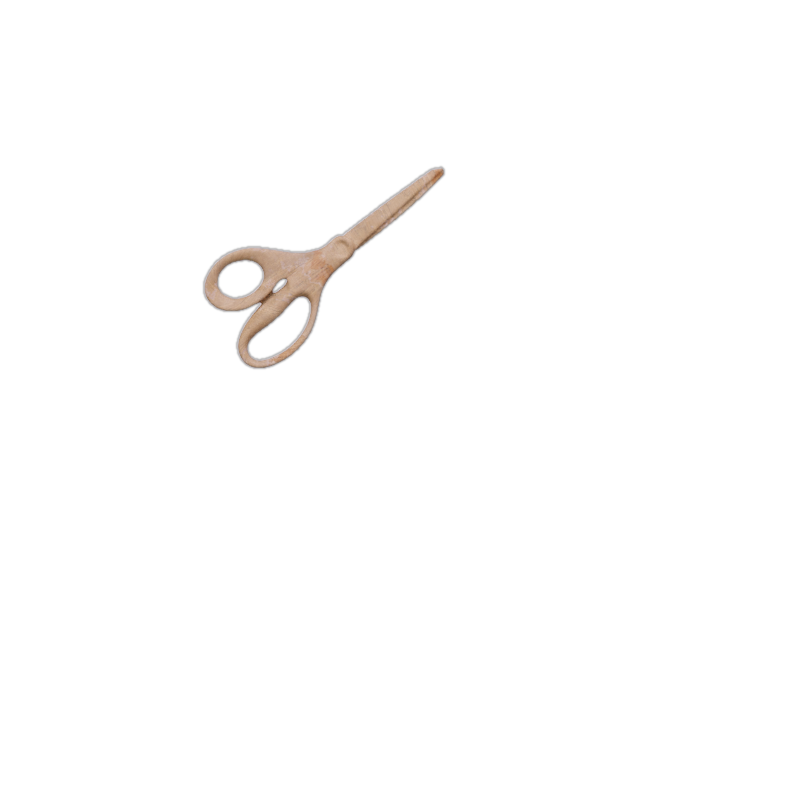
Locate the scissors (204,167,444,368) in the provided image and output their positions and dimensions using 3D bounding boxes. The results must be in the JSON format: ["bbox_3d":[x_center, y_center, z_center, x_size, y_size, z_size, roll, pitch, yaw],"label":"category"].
[{"bbox_3d":[-0.064,-0.116,0.814,0.097,0.203,0.015,36,-6,4],"label":"scissors"}]
